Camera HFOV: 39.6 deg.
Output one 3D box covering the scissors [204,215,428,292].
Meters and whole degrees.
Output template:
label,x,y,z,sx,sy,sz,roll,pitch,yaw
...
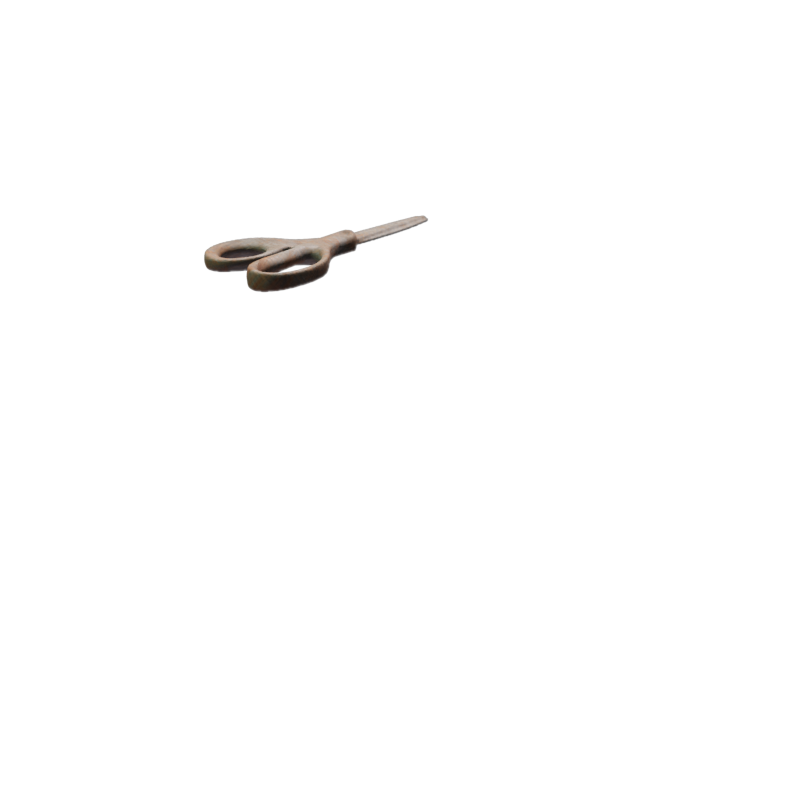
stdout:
label,x,y,z,sx,sy,sz,roll,pitch,yaw
scissors,-0.062,-0.113,0.791,0.100,0.015,0.203,10,24,22
